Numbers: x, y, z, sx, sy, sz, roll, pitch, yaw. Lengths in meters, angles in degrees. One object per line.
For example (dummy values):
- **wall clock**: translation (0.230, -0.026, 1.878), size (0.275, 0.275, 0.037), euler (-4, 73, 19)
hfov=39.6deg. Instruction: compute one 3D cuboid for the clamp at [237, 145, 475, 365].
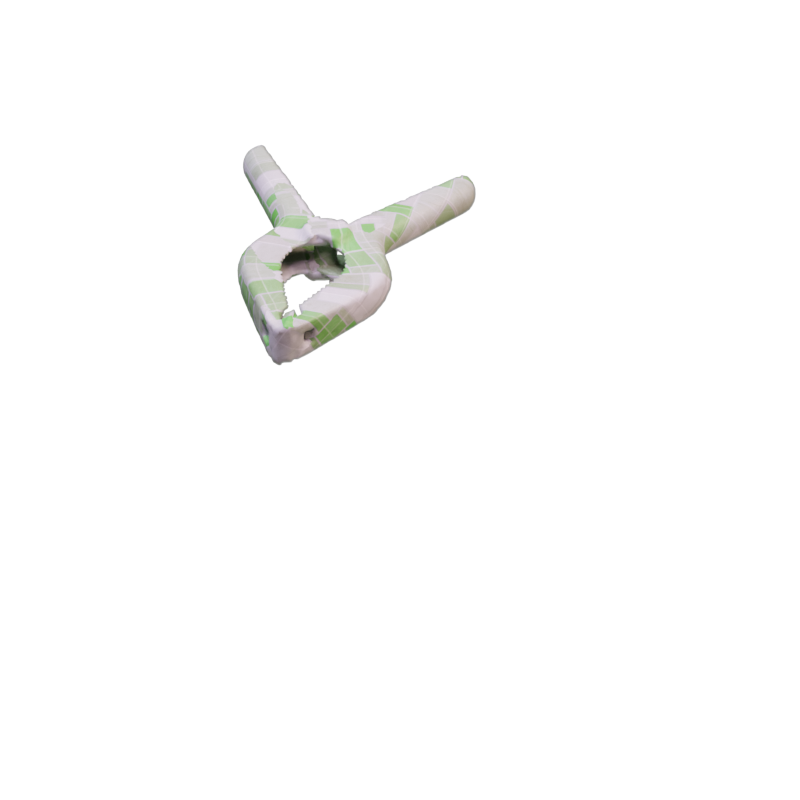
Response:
- **clamp**: translation (-0.056, -0.102, 0.711), size (0.169, 0.034, 0.218), euler (13, 41, 15)
